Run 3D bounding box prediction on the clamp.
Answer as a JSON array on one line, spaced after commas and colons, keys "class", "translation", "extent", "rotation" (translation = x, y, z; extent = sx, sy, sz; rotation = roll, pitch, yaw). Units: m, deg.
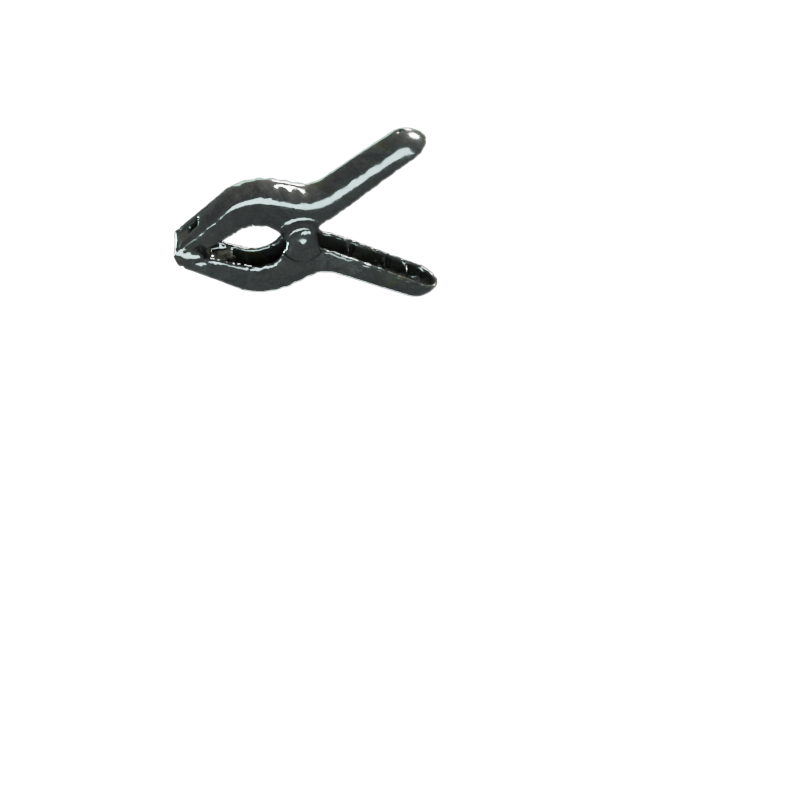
[{"class": "clamp", "translation": [-0.056, -0.101, 0.710], "extent": [0.172, 0.112, 0.042], "rotation": [-13, 29, 7]}]
